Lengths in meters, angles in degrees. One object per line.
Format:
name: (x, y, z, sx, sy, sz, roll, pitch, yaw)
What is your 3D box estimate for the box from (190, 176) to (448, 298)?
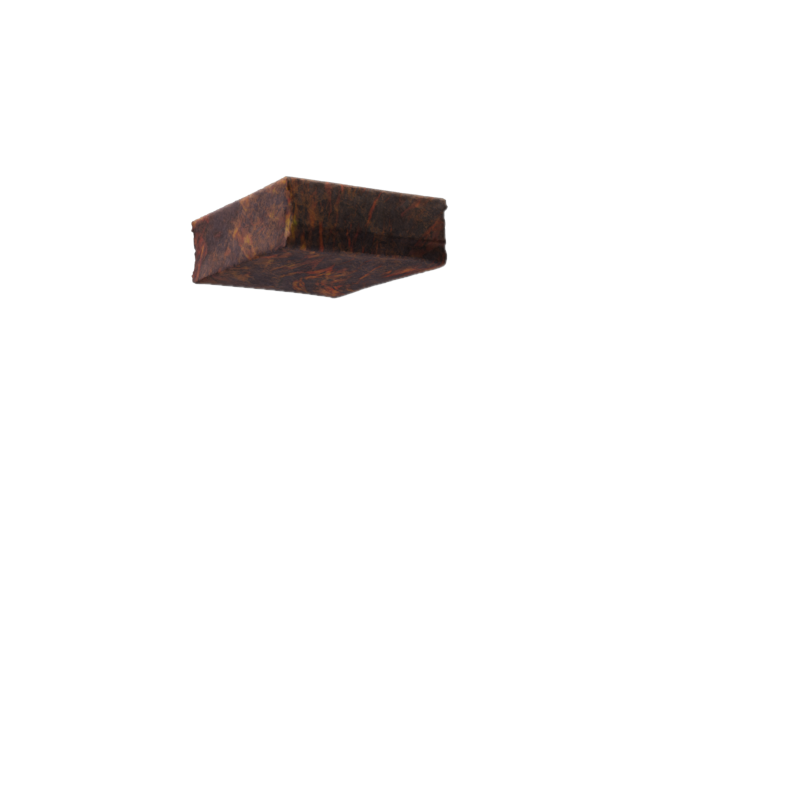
box: (-0.044, -0.080, 0.561, 0.086, 0.040, 0.115, 4, -8, -32)
